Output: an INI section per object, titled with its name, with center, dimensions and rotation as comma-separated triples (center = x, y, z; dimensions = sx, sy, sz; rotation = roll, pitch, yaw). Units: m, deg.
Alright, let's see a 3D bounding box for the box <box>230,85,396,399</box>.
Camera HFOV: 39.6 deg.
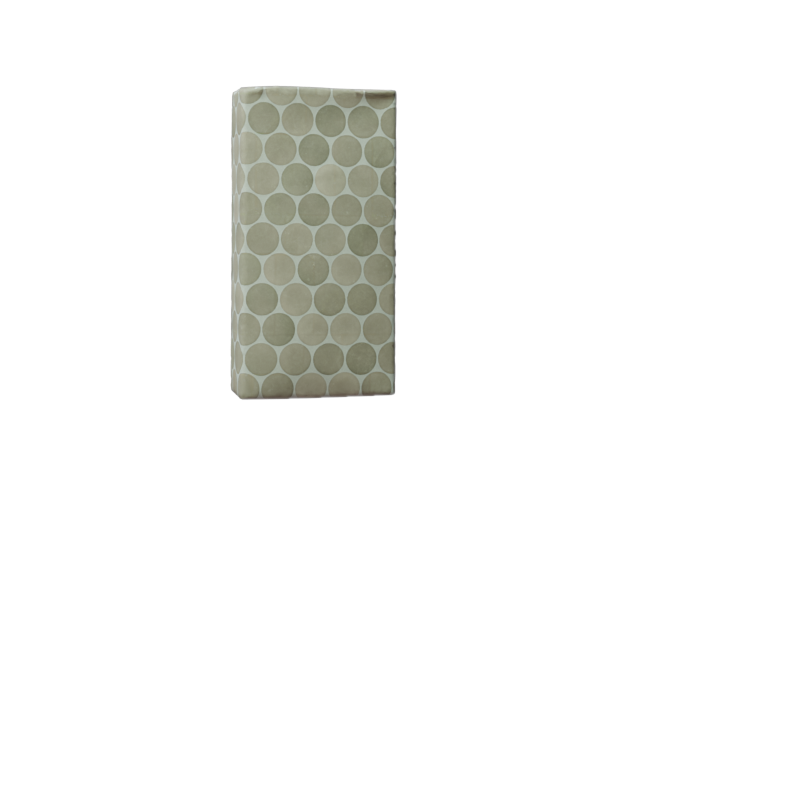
[box]
center = -0.050, -0.092, 0.641
dimensions = 0.092, 0.175, 0.049
rotation = -1, 4, -14
